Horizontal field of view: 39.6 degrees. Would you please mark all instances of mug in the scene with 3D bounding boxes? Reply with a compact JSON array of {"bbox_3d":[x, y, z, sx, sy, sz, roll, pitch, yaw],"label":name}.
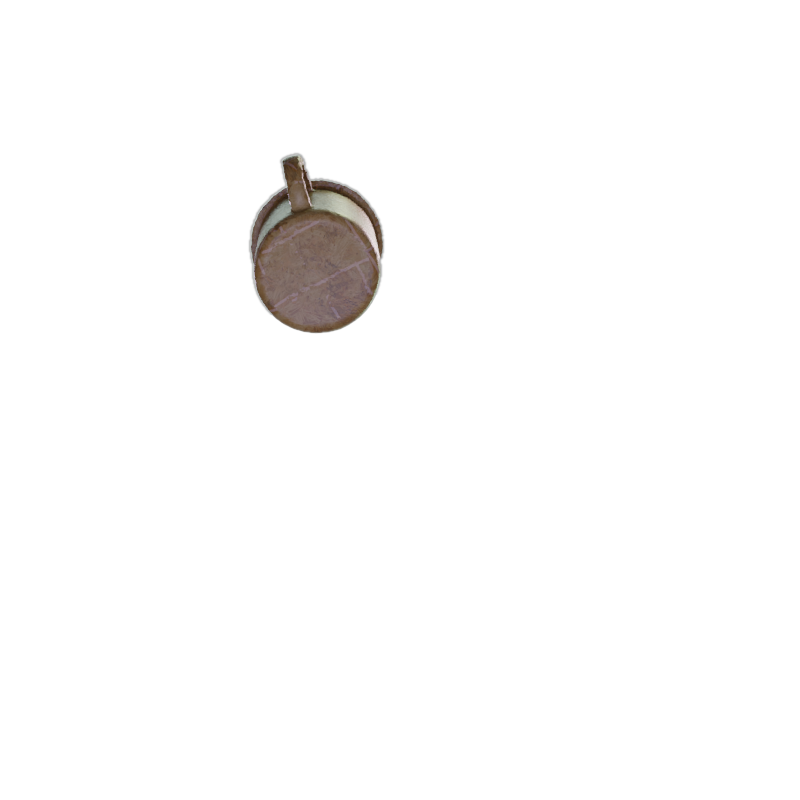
[{"bbox_3d":[-0.057,-0.105,0.733,0.093,0.113,0.085,-11,16,1],"label":"mug"}]
